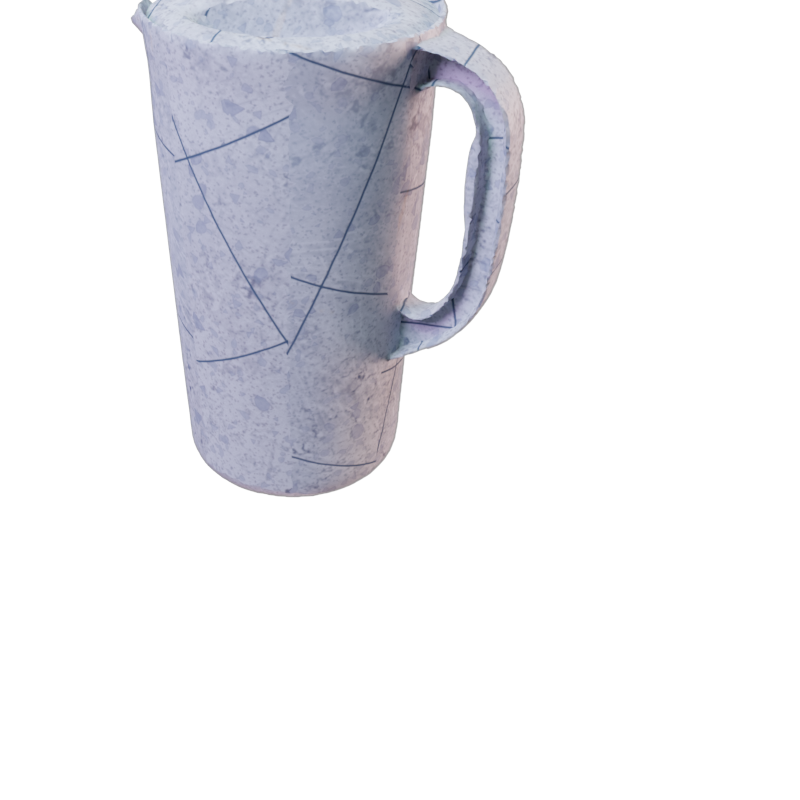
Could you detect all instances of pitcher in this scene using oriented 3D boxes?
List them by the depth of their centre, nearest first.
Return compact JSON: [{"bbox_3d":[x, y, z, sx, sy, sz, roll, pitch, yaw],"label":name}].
[{"bbox_3d":[-0.041,-0.075,0.524,0.143,0.228,0.161,-9,33,-17],"label":"pitcher"}]
